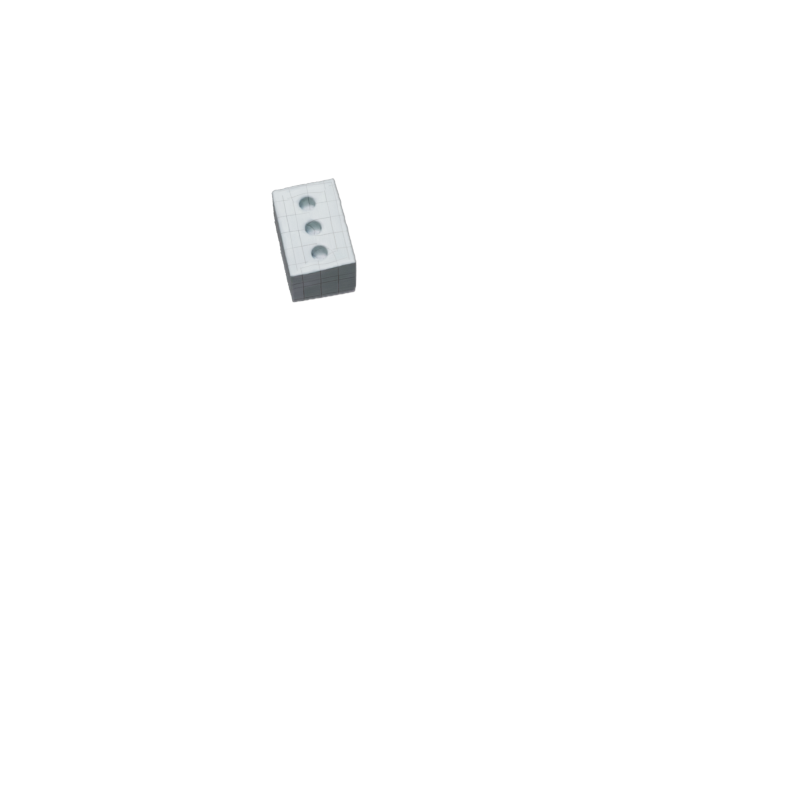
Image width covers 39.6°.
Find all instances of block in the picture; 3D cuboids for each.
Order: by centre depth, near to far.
[{"bbox_3d":[-0.068,-0.125,0.874,0.052,0.083,0.049,-12,-23,-7],"label":"block"}]
